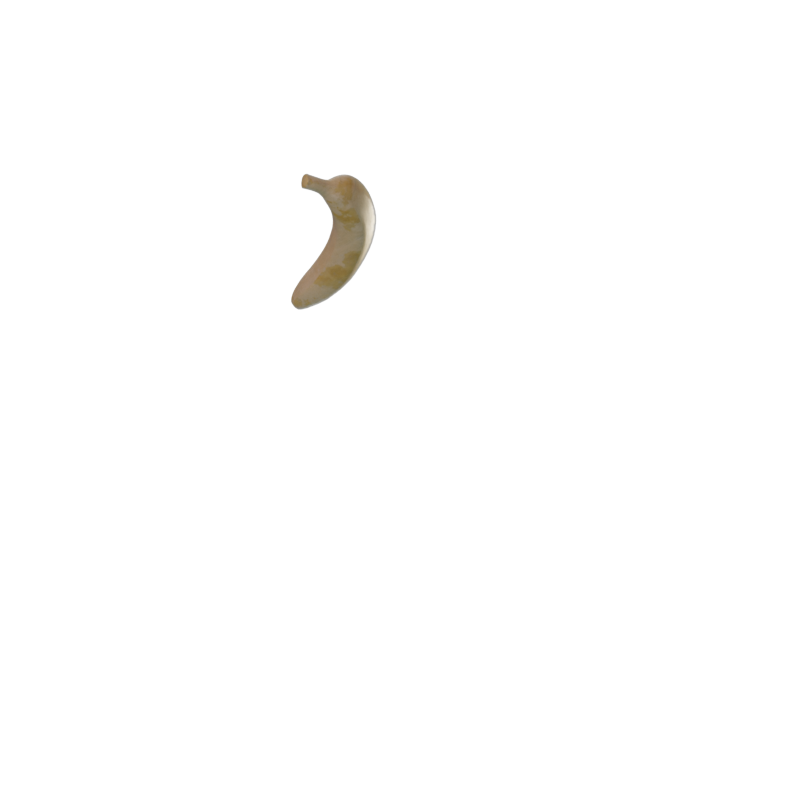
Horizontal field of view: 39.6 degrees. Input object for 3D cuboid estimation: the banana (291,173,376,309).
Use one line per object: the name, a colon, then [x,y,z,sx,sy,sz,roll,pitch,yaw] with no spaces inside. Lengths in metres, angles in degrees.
banana: [-0.059,-0.143,0.987,0.069,0.039,0.186,3,-32,-6]
